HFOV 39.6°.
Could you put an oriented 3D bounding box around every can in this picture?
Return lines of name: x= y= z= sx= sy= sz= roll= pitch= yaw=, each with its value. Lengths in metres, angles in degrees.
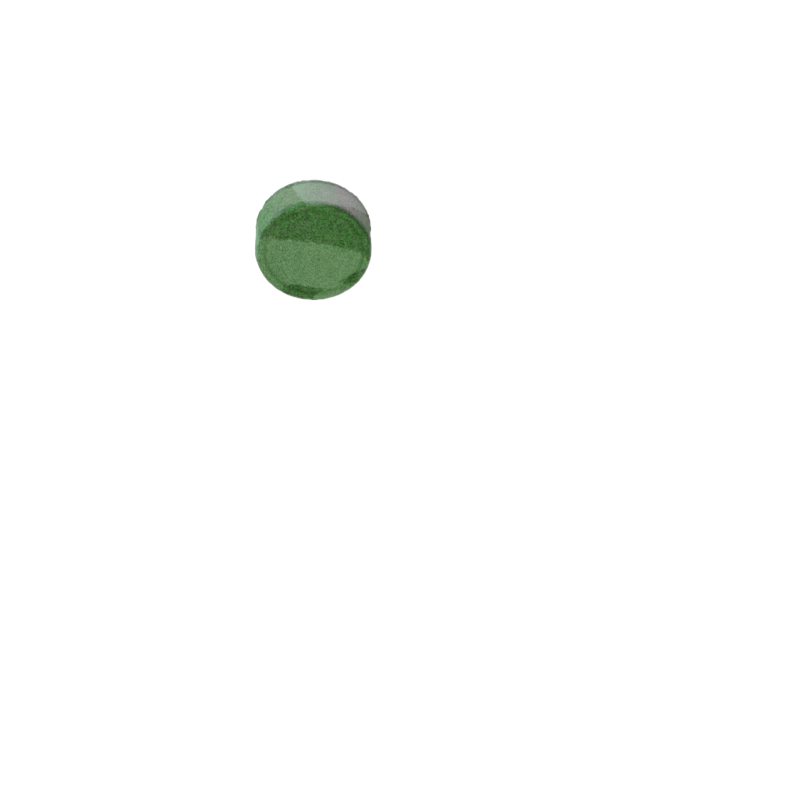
can: x=-0.063 y=-0.116 z=0.810 sx=0.086 sy=0.080 sz=0.036 roll=1 pitch=36 yaw=-1
